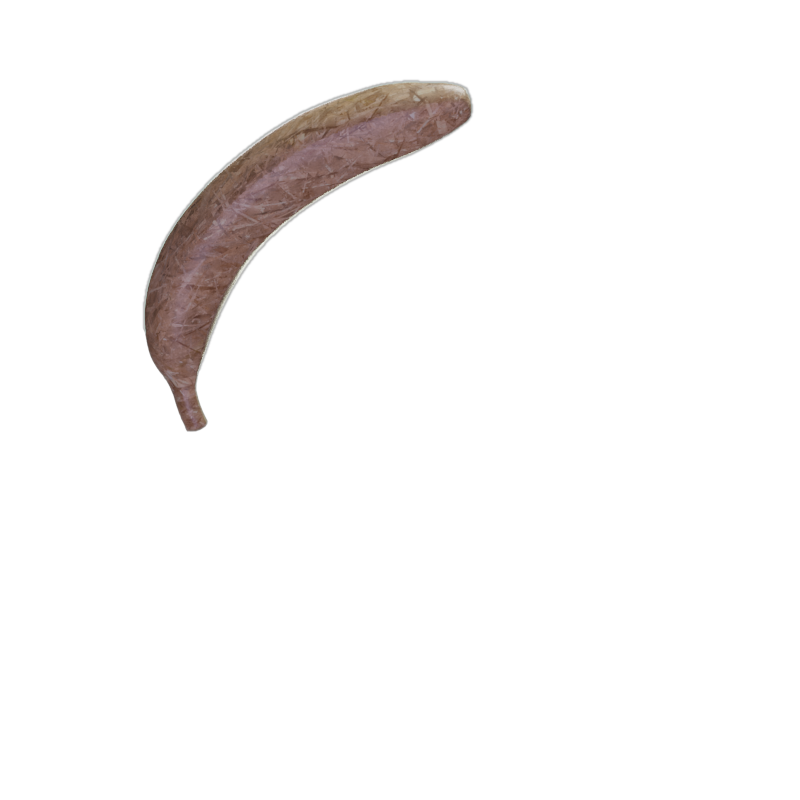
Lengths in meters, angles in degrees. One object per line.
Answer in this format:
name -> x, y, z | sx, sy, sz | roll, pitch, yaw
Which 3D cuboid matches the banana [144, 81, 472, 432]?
banana -> -0.055, -0.079, 0.496 | 0.068, 0.196, 0.038 | 40, 11, -11
